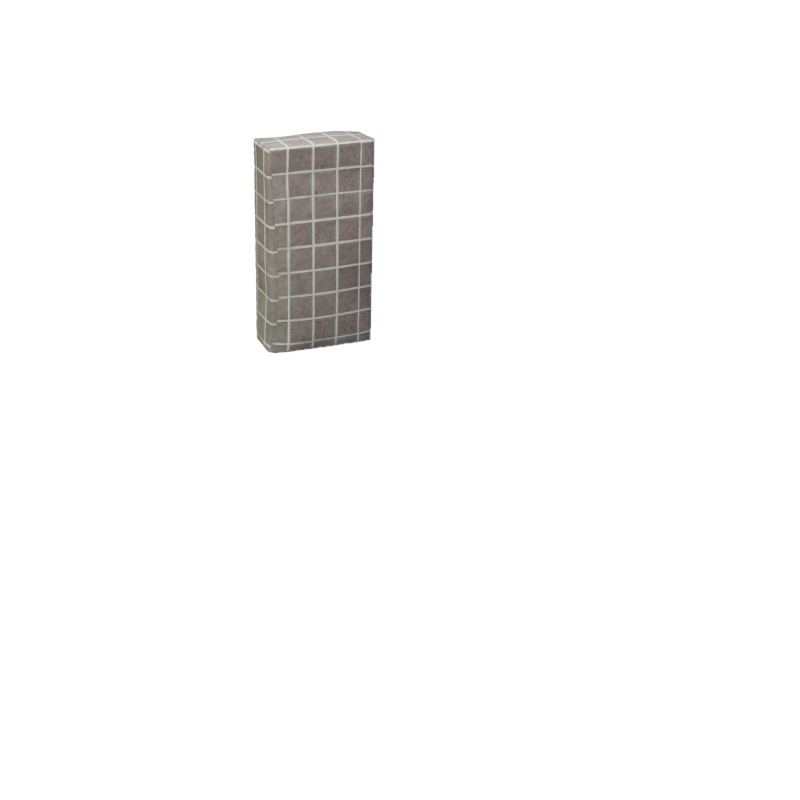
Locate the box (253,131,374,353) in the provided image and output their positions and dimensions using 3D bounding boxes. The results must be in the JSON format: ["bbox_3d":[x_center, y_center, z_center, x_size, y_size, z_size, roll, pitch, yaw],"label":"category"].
[{"bbox_3d":[-0.071,-0.130,0.912,0.091,0.169,0.051,-7,19,-22],"label":"box"}]
